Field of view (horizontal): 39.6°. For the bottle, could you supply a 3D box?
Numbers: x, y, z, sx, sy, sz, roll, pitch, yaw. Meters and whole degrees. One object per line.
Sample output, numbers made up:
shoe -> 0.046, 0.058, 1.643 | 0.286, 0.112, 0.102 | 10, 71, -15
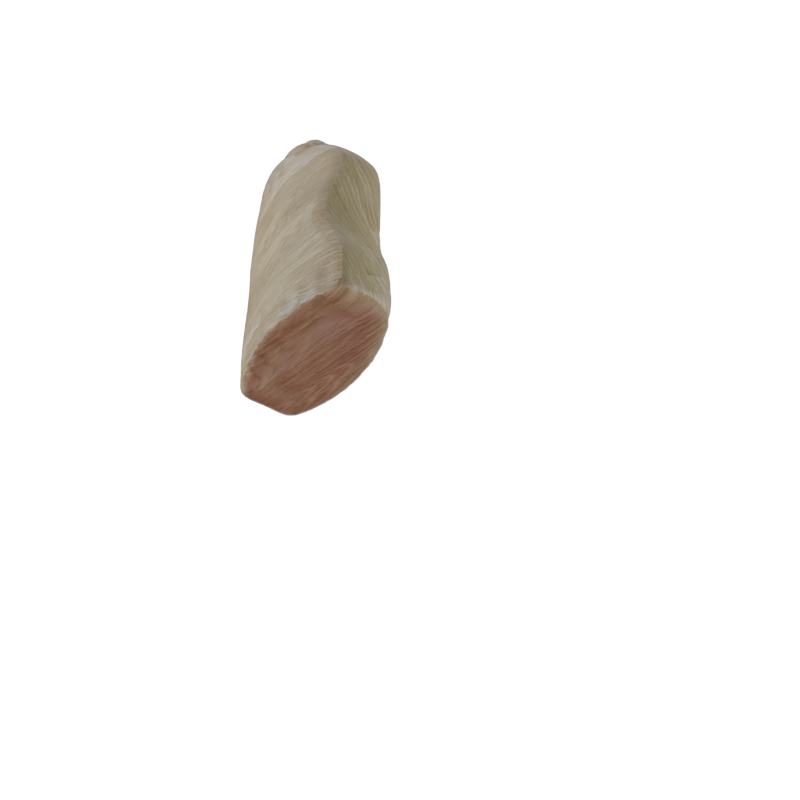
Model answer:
bottle -> -0.049, -0.089, 0.626 | 0.056, 0.206, 0.093 | 25, -54, -24
